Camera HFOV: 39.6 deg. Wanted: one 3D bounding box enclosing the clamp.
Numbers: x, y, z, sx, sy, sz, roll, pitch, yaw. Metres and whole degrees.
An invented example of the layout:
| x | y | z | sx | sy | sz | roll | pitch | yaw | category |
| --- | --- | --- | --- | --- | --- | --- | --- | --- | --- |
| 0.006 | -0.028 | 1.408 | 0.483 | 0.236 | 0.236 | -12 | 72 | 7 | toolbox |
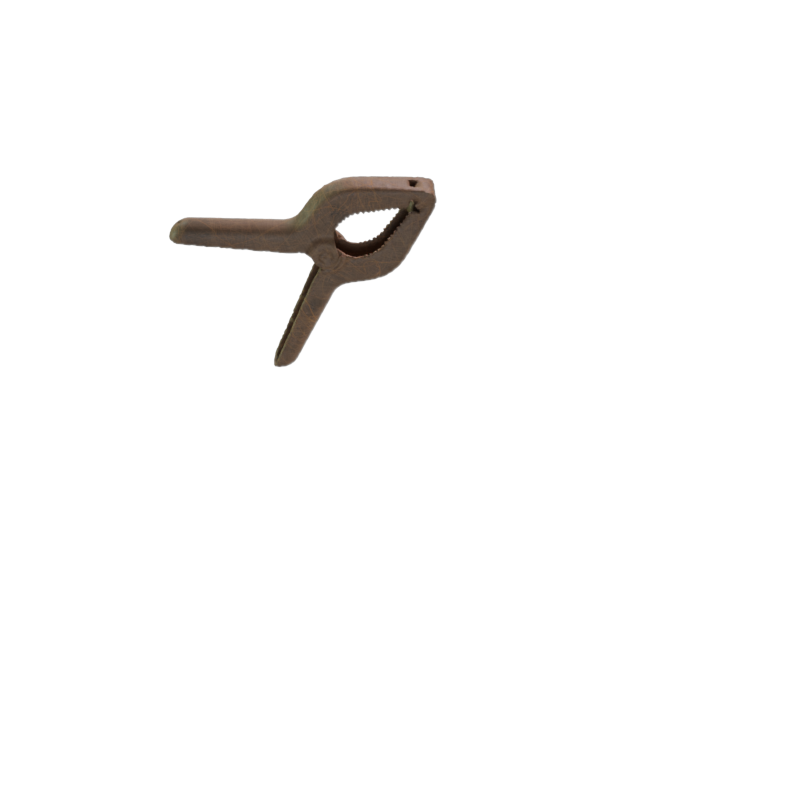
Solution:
| x | y | z | sx | sy | sz | roll | pitch | yaw | category |
| --- | --- | --- | --- | --- | --- | --- | --- | --- | --- |
| -0.070 | -0.128 | 0.897 | 0.209 | 0.155 | 0.039 | -32 | 30 | 21 | clamp |
